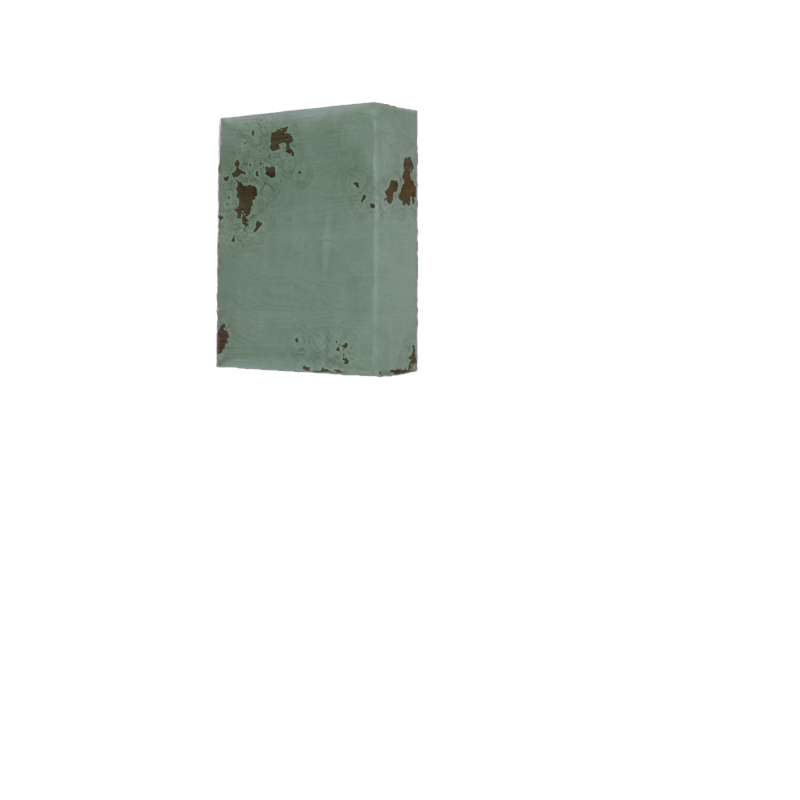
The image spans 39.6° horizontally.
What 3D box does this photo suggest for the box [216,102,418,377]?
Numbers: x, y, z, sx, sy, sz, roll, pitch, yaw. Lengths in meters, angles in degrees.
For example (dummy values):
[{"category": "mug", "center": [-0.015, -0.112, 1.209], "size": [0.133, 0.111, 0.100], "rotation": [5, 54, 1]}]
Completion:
[{"category": "box", "center": [-0.071, -0.130, 0.912], "size": [0.170, 0.214, 0.069], "rotation": [1, 0, 34]}]
